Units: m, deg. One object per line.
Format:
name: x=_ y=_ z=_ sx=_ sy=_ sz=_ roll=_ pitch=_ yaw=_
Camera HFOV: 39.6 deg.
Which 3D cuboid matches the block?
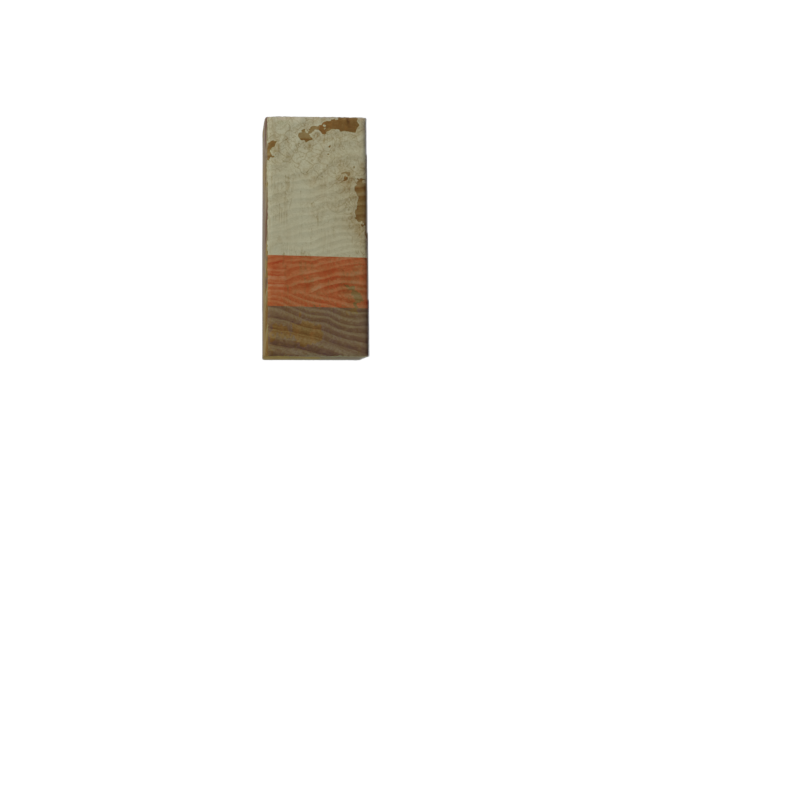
block: x=-0.077 y=-0.140 z=0.983 sx=0.090 sy=0.210 sz=0.089 roll=0 pitch=-7 yaw=-6
